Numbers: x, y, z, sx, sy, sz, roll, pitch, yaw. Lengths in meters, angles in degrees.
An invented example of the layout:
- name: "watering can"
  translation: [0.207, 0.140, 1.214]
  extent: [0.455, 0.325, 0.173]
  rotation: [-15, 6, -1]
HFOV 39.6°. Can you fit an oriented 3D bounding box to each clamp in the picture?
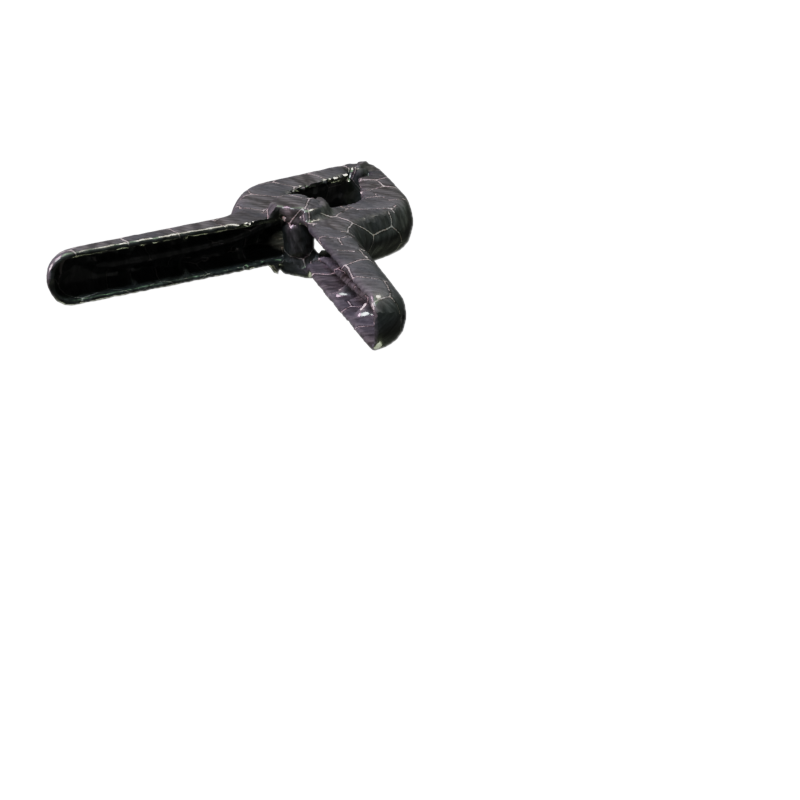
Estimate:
- name: "clamp"
  translation: [-0.042, -0.077, 0.538]
  extent: [0.171, 0.035, 0.212]
  rotation: [12, 28, 24]
